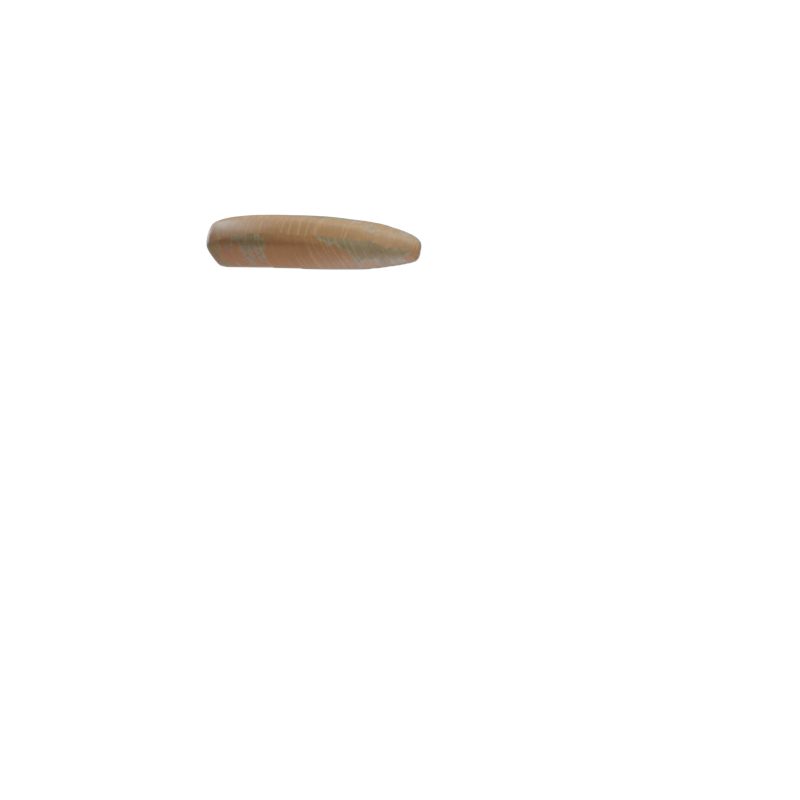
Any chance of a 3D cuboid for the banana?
[{"bbox_3d":[-0.076,-0.108,0.756,0.067,0.036,0.206,-5,9,-42],"label":"banana"}]
